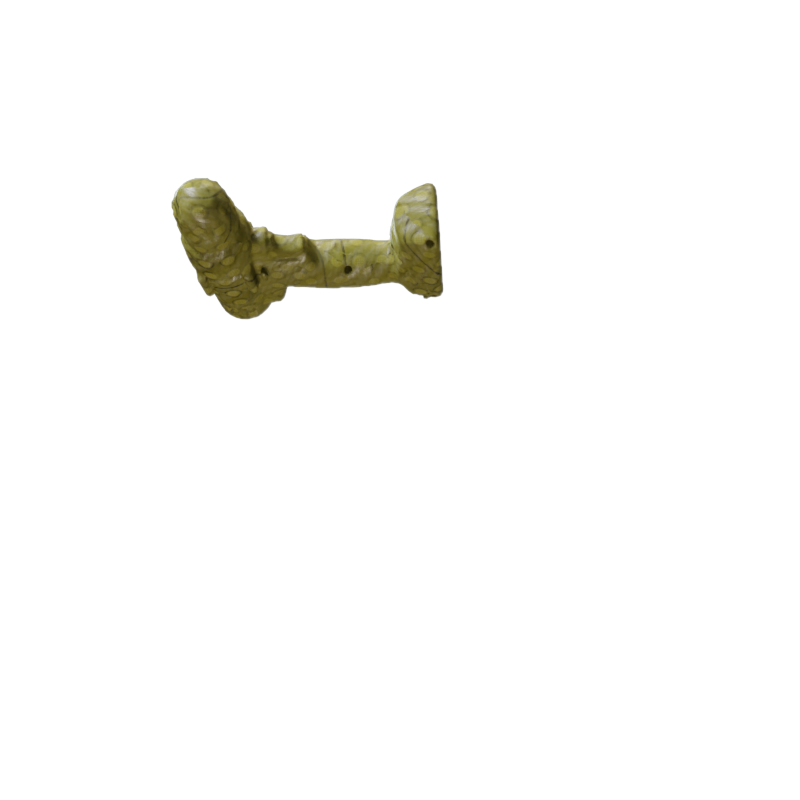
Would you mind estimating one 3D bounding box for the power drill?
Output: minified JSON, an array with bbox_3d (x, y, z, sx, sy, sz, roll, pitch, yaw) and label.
[{"bbox_3d":[-0.064,-0.117,0.819,0.189,0.060,0.174,-2,-18,6],"label":"power drill"}]
